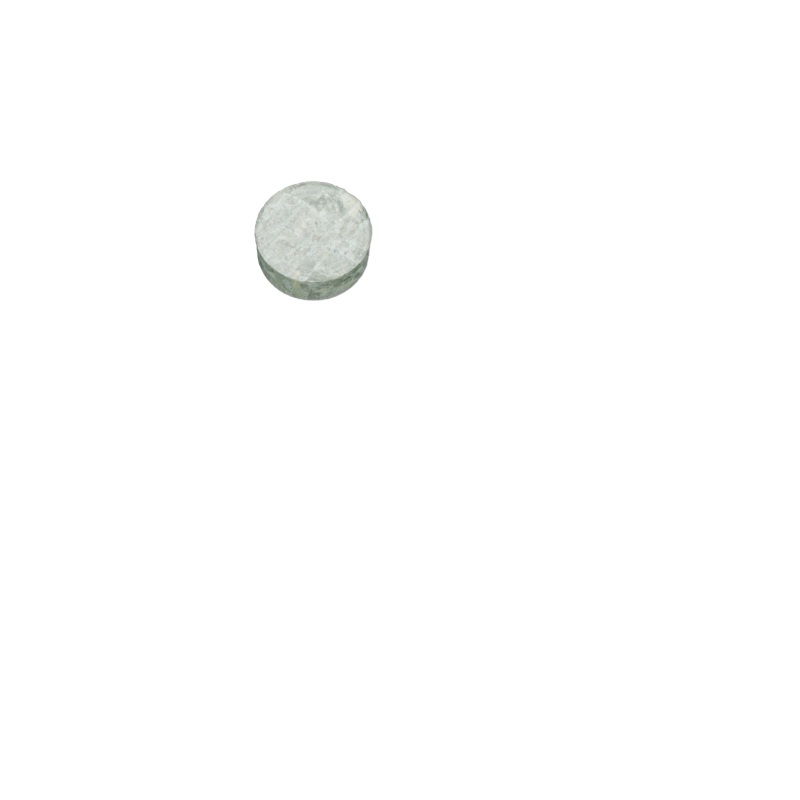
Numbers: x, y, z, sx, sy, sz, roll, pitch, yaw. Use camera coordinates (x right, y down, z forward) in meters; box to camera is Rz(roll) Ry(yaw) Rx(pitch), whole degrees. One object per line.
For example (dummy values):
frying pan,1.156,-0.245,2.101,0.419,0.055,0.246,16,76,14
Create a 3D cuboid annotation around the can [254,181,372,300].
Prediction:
can,-0.064,-0.117,0.820,0.086,0.091,0.032,-1,-28,-1
